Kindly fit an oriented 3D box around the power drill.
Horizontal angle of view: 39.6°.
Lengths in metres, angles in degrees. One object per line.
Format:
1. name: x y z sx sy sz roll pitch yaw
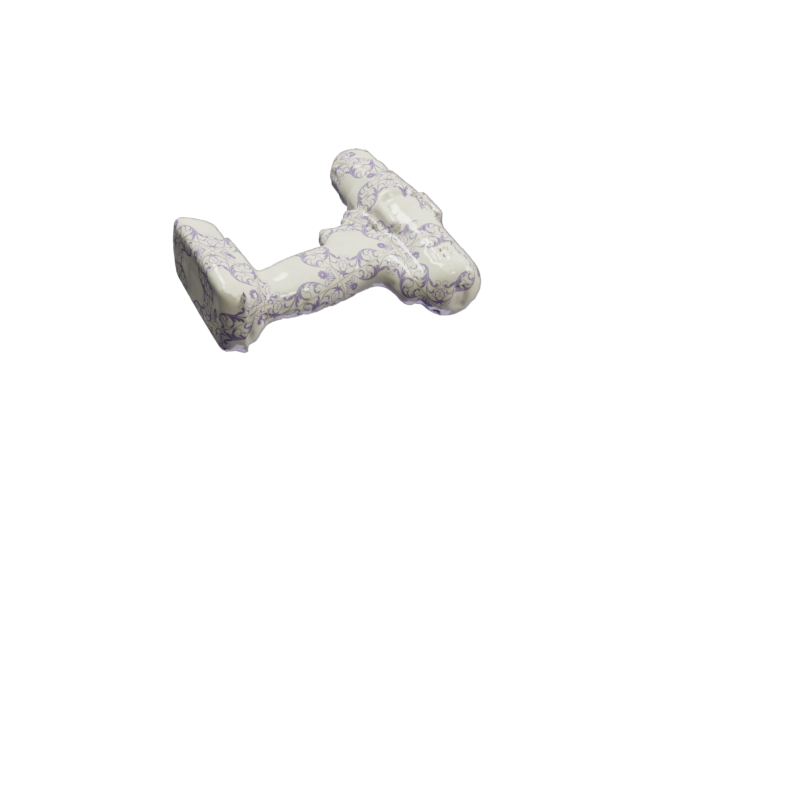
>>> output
1. power drill: -0.062 -0.112 0.786 0.185 0.054 0.200 -17 43 -20
